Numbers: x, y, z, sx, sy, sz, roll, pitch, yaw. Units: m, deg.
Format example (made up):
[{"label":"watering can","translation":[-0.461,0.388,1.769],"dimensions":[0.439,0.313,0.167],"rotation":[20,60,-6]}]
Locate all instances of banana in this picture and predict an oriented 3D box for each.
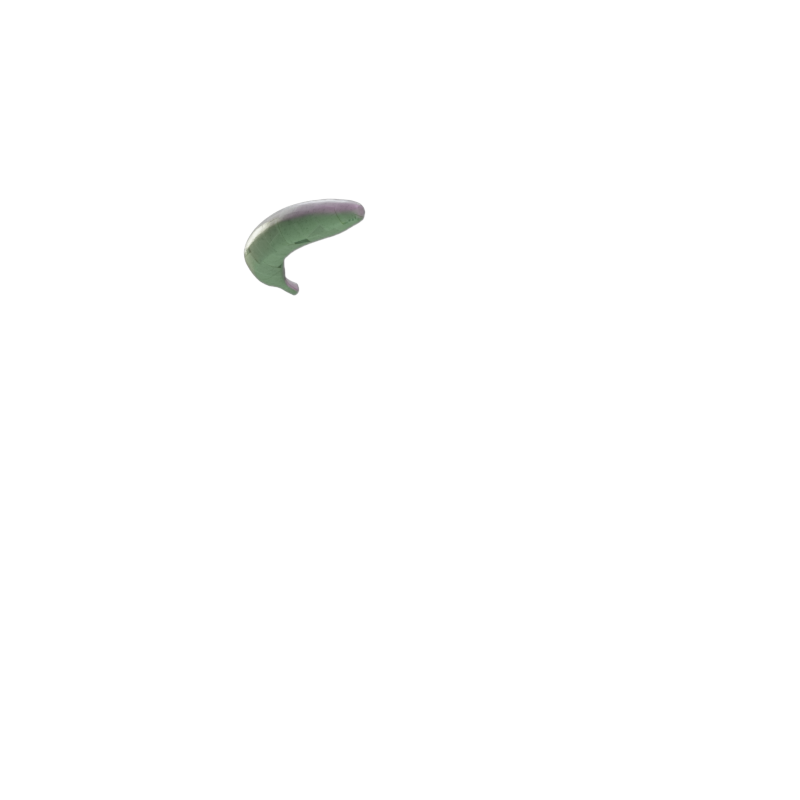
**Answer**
[{"label":"banana","translation":[-0.094,-0.138,0.963],"dimensions":[0.068,0.038,0.195],"rotation":[5,-14,-21]}]
